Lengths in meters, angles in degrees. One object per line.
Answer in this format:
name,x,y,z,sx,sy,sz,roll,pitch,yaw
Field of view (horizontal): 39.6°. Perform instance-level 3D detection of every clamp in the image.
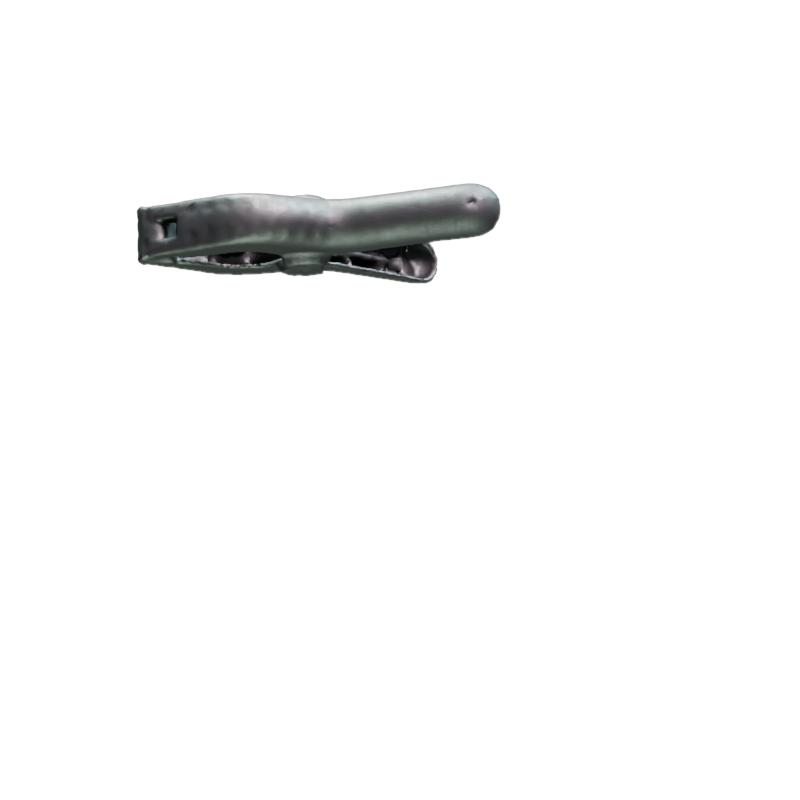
clamp,-0.044,-0.080,0.560,0.171,0.041,0.116,0,-14,-2
